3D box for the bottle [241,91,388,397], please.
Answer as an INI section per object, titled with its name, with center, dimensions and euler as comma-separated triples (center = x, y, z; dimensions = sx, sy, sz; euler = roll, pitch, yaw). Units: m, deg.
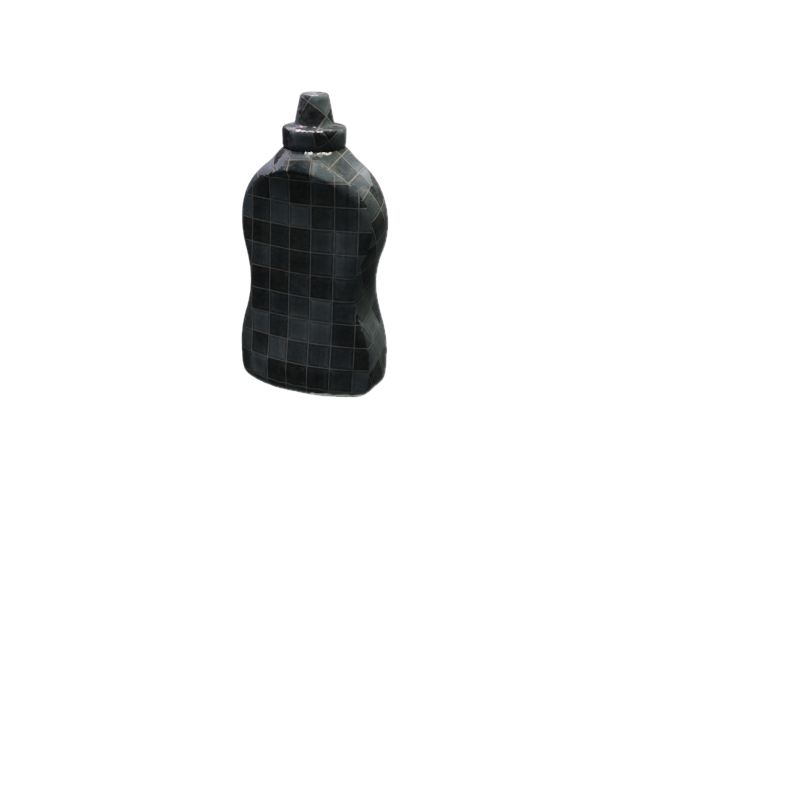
[bottle]
center = -0.056, -0.102, 0.716
dimensions = 0.100, 0.184, 0.058
euler = 10, 19, 26
